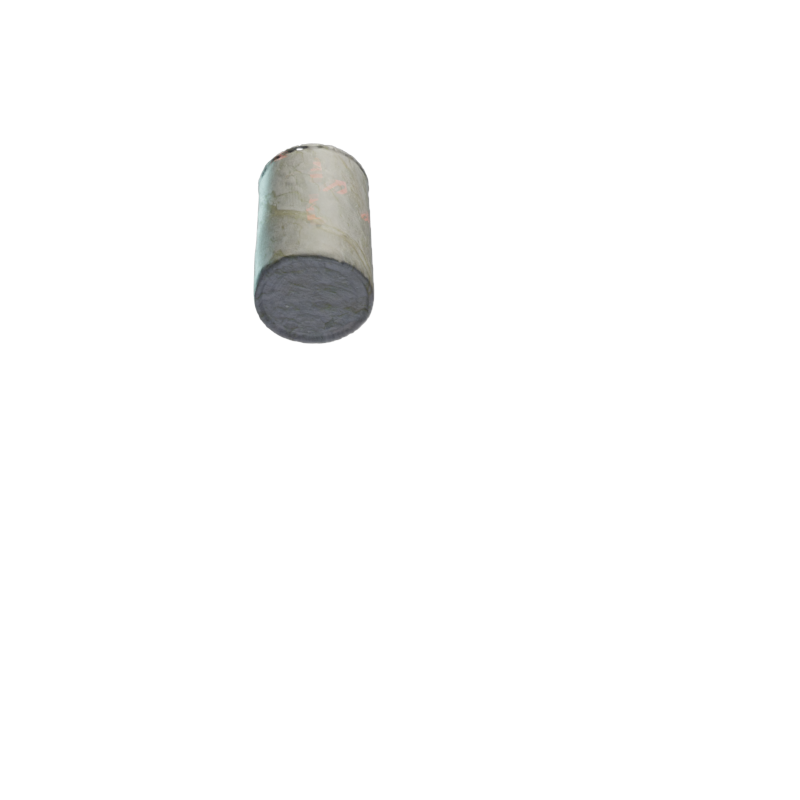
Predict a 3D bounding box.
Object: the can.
[{"bbox_3d":[-0.050,-0.091,0.639,0.068,0.064,0.110,-1,45,-3],"label":"can"}]
